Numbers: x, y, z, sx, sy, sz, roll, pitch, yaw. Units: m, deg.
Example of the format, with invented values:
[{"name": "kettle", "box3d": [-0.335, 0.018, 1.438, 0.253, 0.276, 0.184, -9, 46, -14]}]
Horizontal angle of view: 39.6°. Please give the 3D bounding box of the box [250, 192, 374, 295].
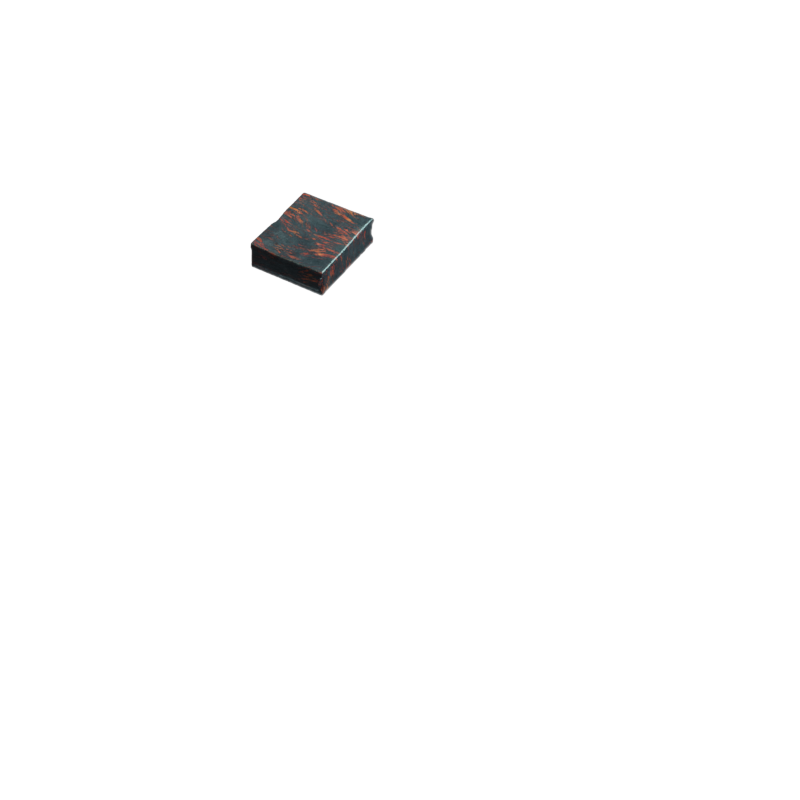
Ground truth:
[{"name": "box", "box3d": [-0.075, -0.137, 0.960, 0.076, 0.028, 0.092, 22, 48, 21]}]
